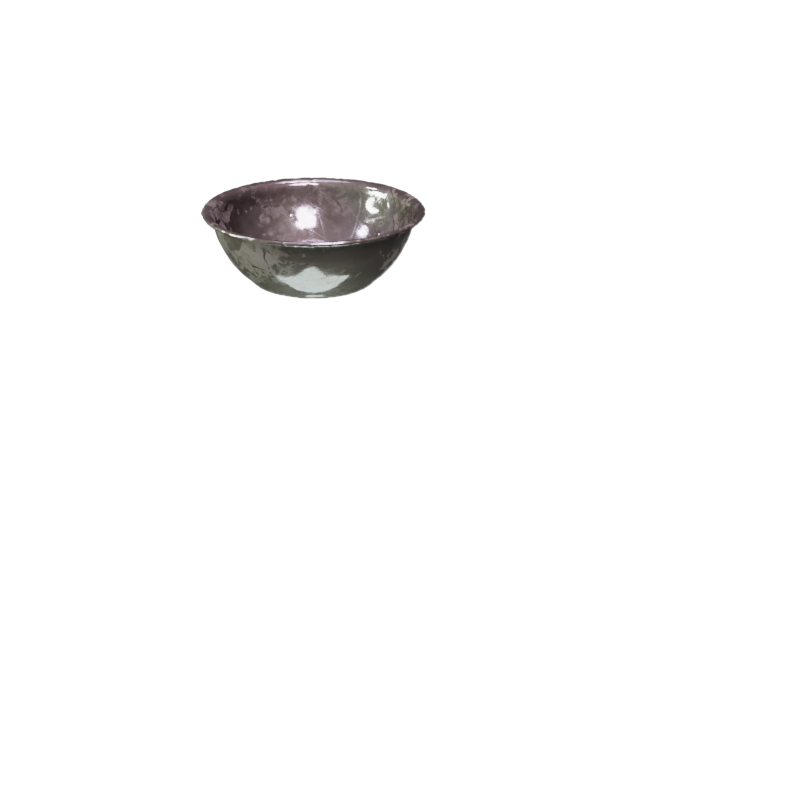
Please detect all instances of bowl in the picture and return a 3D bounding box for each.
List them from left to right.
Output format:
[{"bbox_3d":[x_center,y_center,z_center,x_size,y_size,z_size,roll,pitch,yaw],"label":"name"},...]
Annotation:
[{"bbox_3d":[-0.064,-0.116,0.812,0.162,0.052,0.170,-1,25,-2],"label":"bowl"}]
